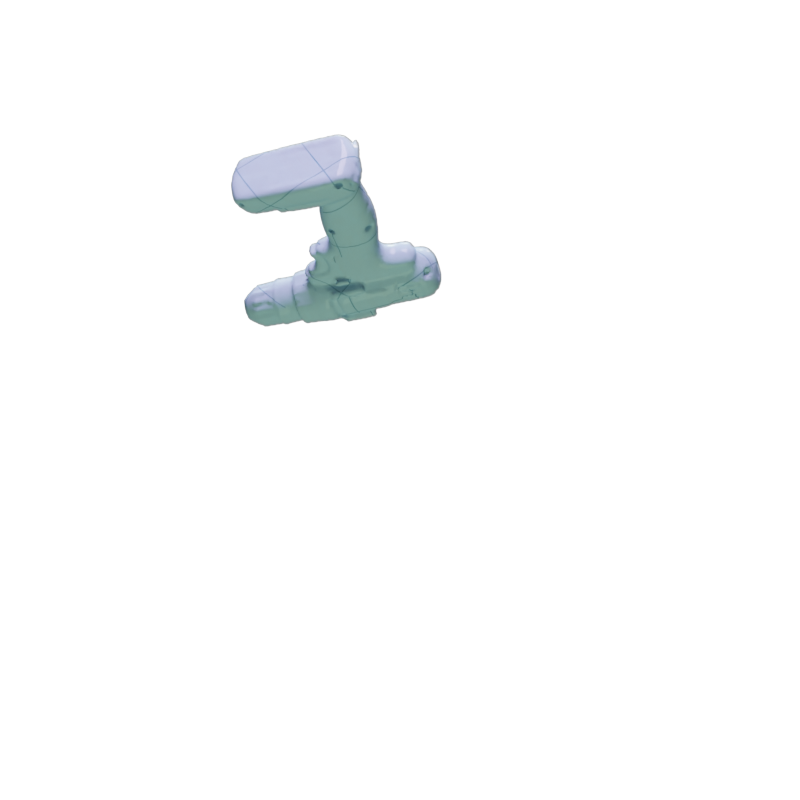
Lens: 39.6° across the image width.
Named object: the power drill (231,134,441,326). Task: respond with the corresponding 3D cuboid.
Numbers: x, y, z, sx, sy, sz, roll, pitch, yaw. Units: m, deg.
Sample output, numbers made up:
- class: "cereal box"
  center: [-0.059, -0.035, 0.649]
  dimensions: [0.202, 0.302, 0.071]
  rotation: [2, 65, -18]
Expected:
- class: "power drill"
  center: [-0.075, -0.136, 0.953]
  dimensions: [0.186, 0.061, 0.173]
  rotation: [-12, -37, 15]
